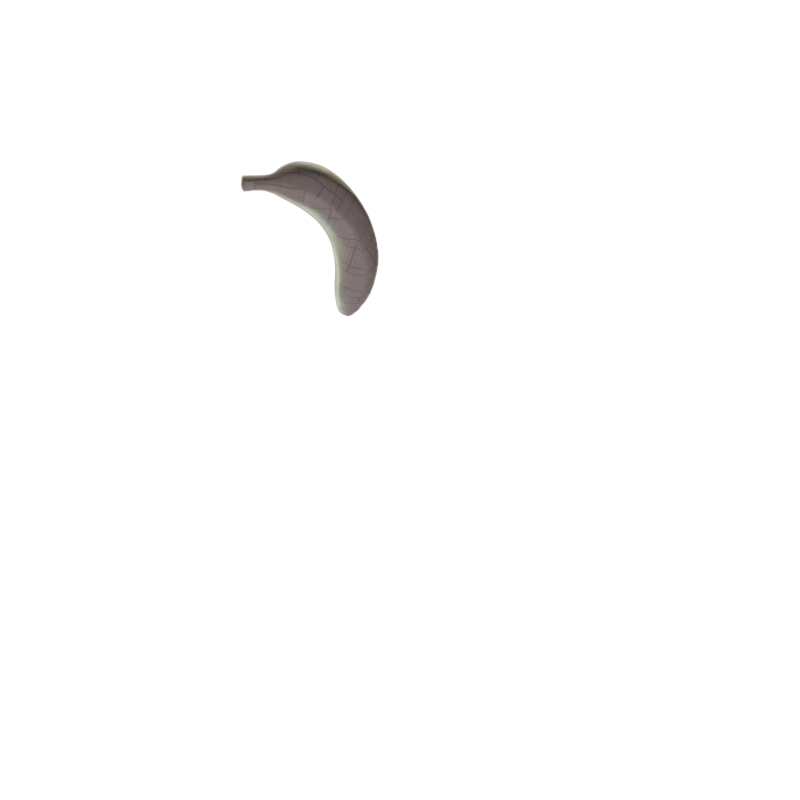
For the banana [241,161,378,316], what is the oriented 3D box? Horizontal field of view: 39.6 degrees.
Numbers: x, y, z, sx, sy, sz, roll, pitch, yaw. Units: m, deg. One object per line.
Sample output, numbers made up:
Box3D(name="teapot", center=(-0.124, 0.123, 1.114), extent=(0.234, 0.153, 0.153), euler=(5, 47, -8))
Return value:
Box3D(name="banana", center=(-0.056, -0.137, 0.905), extent=(0.070, 0.039, 0.182), euler=(-15, -38, 19))
